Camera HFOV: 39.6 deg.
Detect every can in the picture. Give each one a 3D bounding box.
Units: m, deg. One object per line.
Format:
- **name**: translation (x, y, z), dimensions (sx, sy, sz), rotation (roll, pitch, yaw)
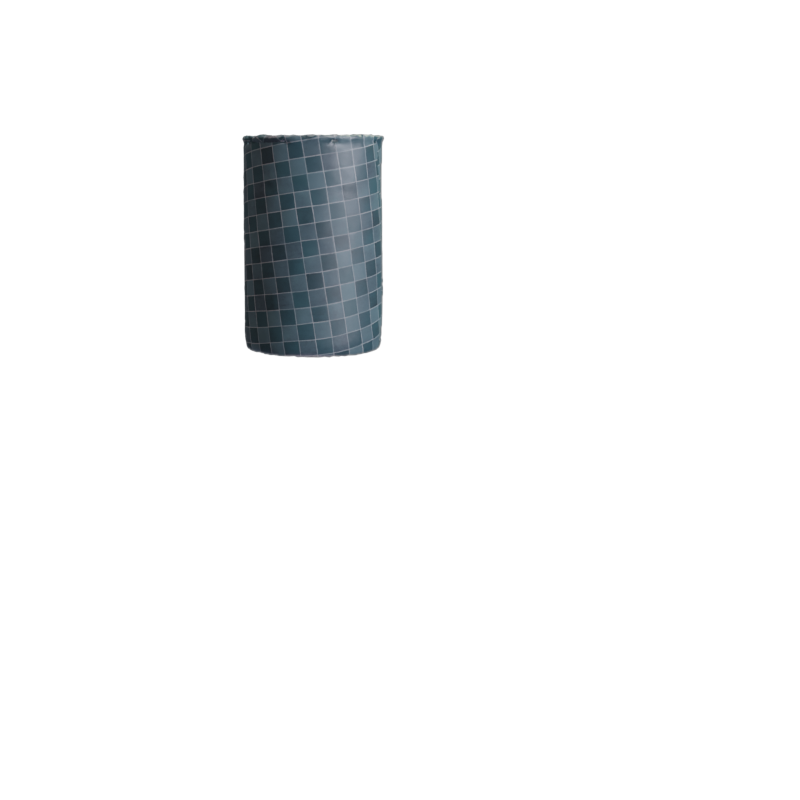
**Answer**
- **can**: translation (-0.042, -0.076, 0.535), dimensions (0.068, 0.101, 0.070), rotation (0, 7, -2)
